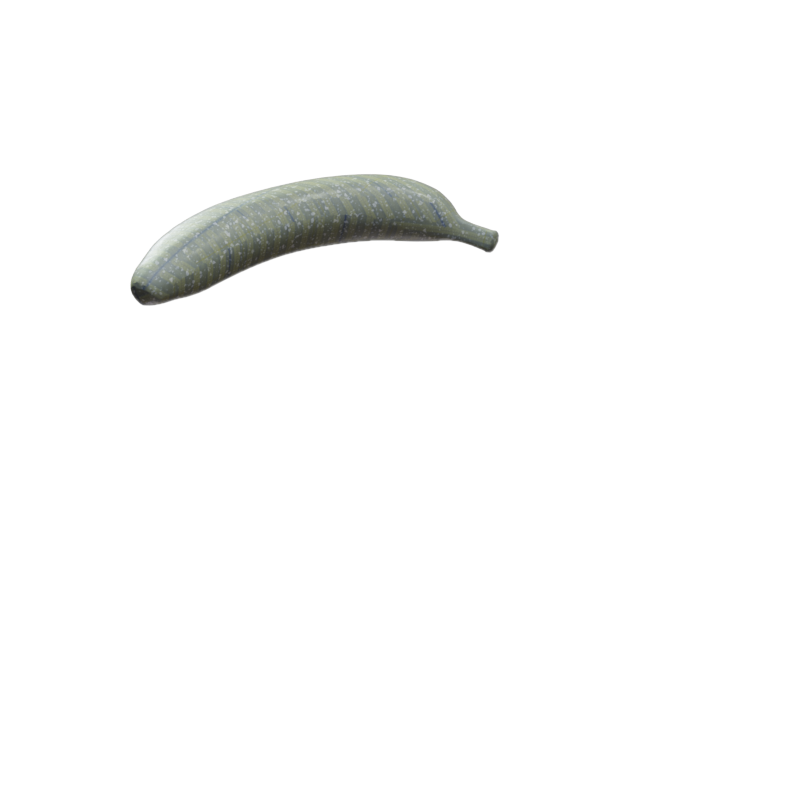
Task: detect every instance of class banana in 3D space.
[{"bbox_3d":[-0.049,-0.087,0.564,0.194,0.035,0.075,-14,30,-24],"label":"banana"}]
